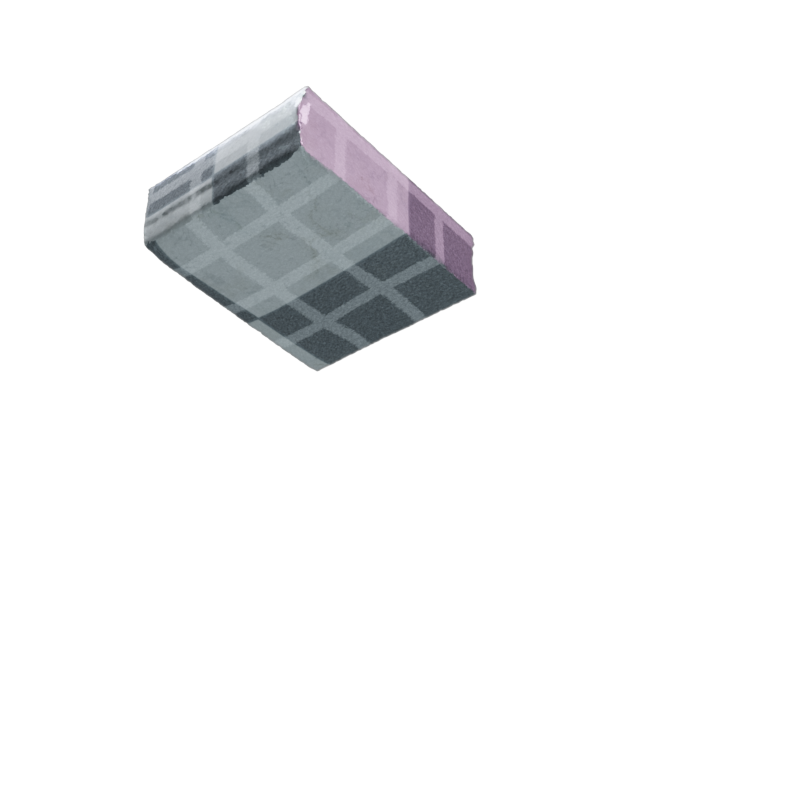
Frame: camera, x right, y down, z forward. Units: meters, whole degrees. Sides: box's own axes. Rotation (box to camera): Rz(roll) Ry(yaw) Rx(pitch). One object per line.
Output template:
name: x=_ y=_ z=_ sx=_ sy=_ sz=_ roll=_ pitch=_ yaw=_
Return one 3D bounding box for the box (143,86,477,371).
box: x=-0.036 y=-0.066 z=0.460 sx=0.090 sy=0.042 sz=0.106 roll=-27 pitch=-44 yaw=30
